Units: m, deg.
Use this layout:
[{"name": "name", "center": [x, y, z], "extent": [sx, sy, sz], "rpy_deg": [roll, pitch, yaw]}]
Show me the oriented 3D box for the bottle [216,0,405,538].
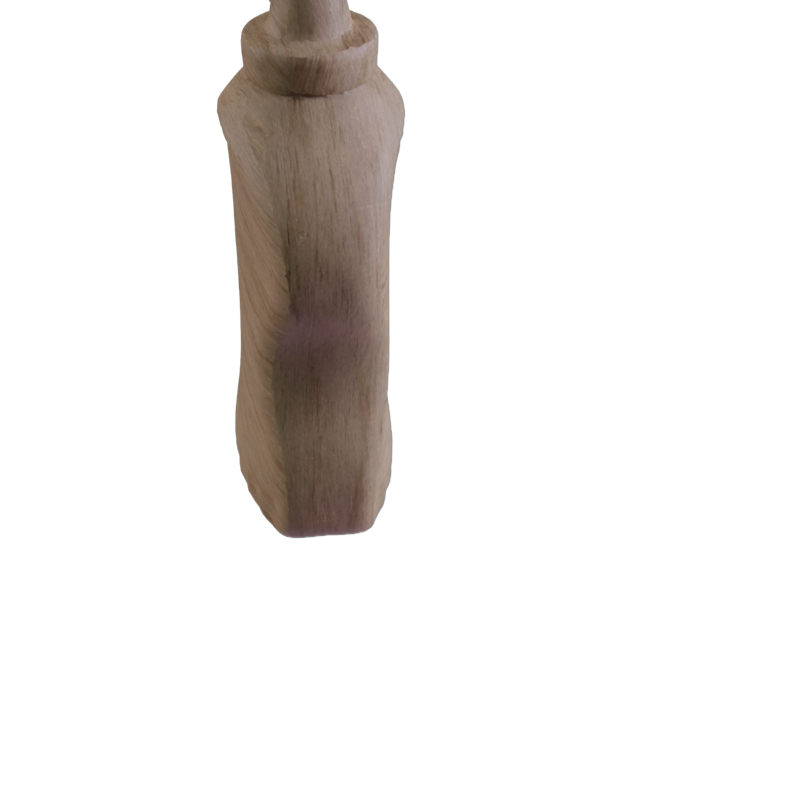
[{"name": "bottle", "center": [-0.029, -0.053, 0.369], "extent": [0.058, 0.179, 0.103], "rpy_deg": [-2, 37, -7]}]
